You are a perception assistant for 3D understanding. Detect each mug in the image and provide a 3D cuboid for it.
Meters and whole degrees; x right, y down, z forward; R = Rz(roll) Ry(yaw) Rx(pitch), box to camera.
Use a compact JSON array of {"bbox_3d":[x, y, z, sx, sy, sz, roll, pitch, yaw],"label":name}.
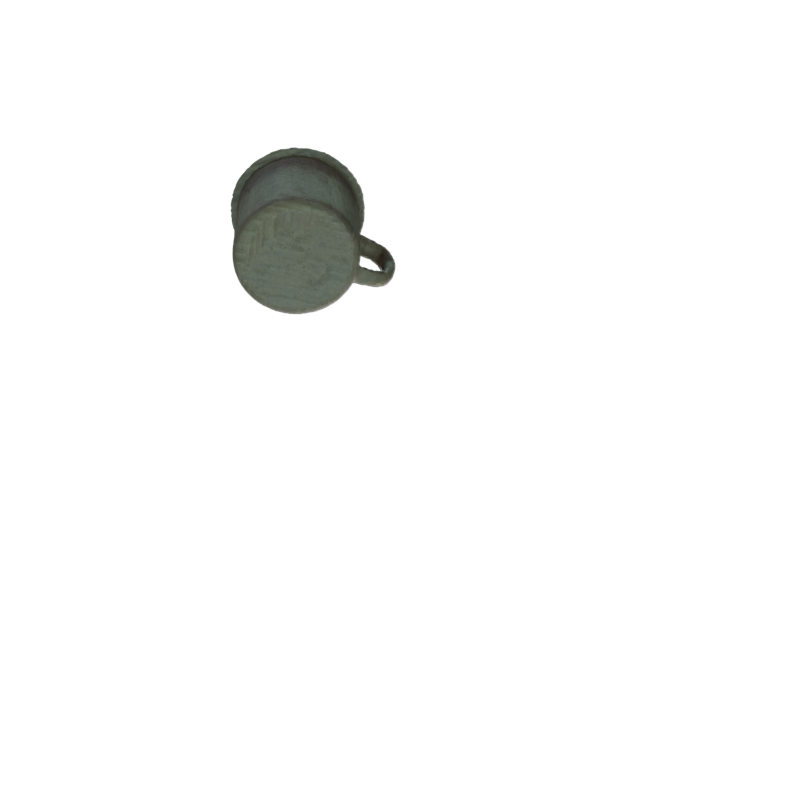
[{"bbox_3d":[-0.057,-0.105,0.732,0.114,0.090,0.086,24,25,-14],"label":"mug"}]
